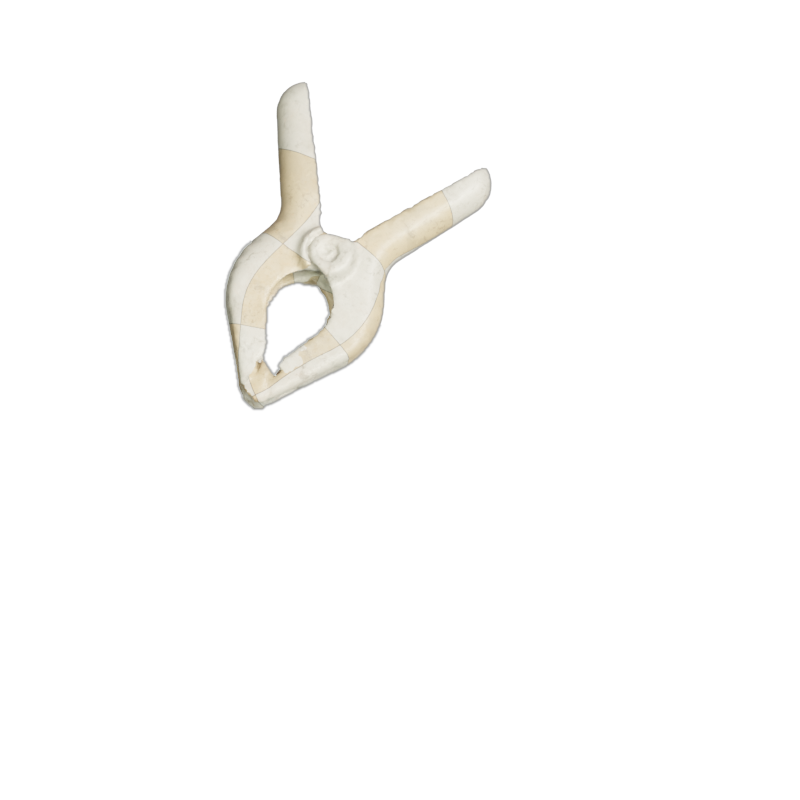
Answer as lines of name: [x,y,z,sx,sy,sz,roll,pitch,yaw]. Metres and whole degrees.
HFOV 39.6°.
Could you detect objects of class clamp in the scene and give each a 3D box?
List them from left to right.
clamp: [-0.044,-0.081,0.564,0.124,0.175,0.037,31,-19,12]
